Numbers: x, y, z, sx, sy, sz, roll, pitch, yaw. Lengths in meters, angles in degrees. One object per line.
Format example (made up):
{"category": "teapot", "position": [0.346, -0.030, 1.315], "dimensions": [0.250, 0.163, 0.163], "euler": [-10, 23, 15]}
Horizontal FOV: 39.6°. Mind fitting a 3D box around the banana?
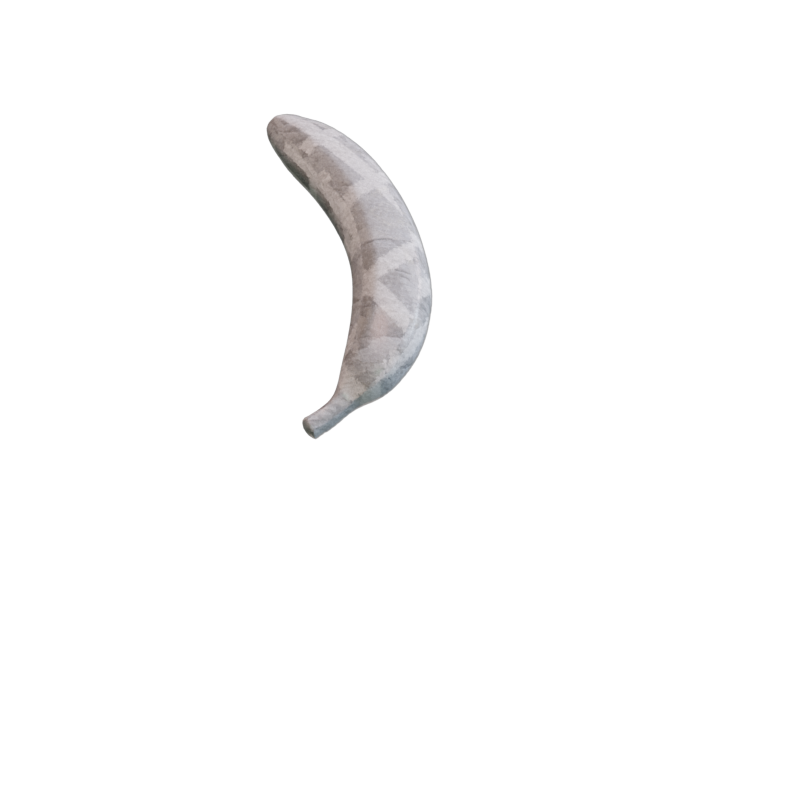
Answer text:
{"category": "banana", "position": [-0.024, -0.076, 0.544], "dimensions": [0.069, 0.213, 0.034], "euler": [-6, -38, -6]}
